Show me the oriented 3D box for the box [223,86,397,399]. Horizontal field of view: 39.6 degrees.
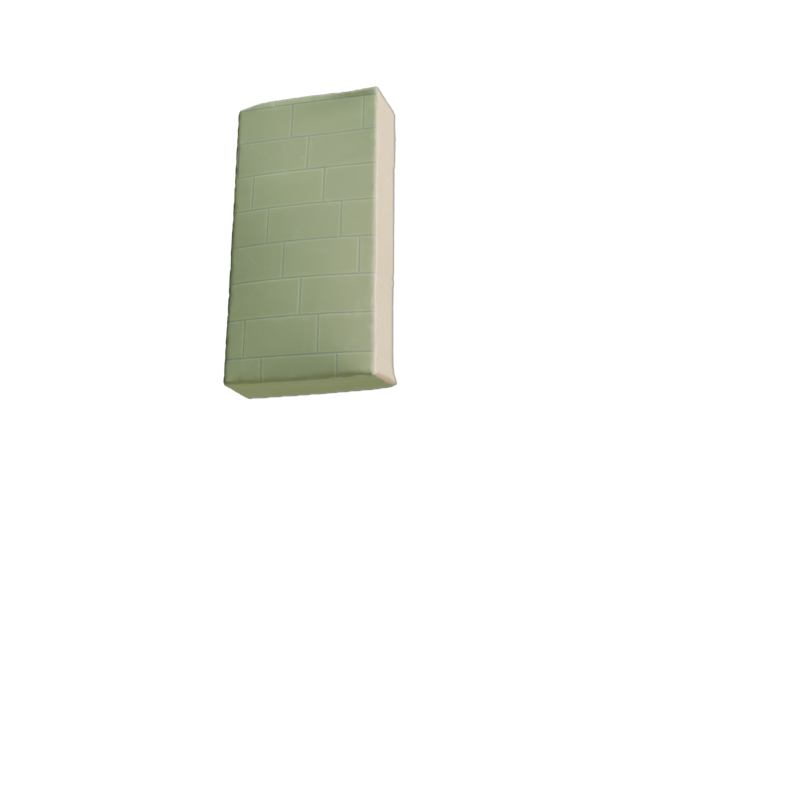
[{"bbox_3d":[-0.051,-0.093,0.651,0.095,0.184,0.045,-6,-18,17],"label":"box"}]
